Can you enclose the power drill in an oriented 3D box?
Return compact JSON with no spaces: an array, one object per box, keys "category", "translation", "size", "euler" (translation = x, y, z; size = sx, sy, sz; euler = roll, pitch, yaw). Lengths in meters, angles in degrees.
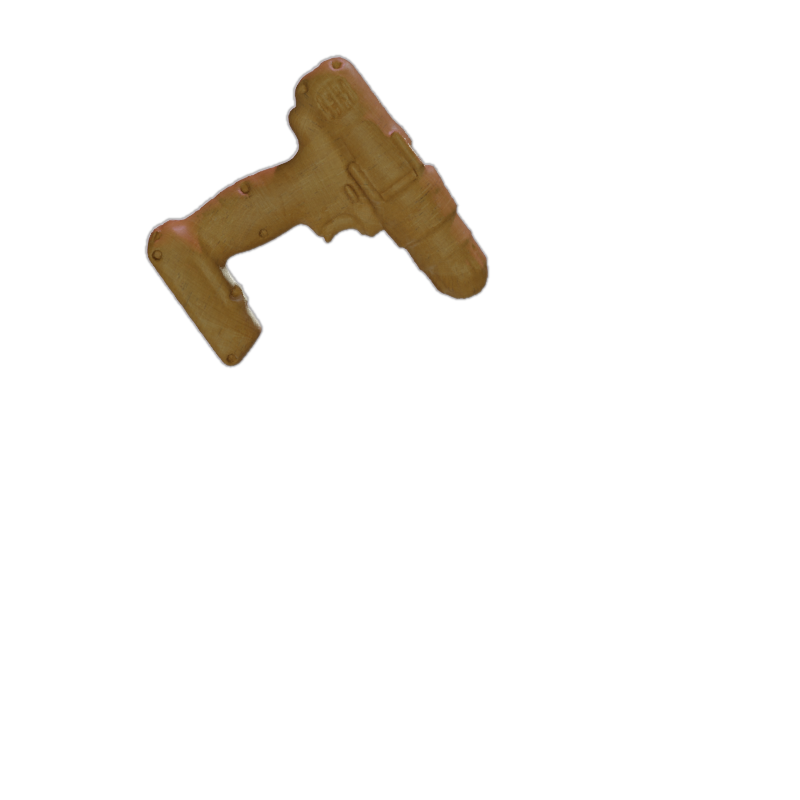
[{"category":"power drill","translation":[-0.058,-0.105,0.736],"size":[0.187,0.182,0.058],"euler":[-36,5,3]}]
